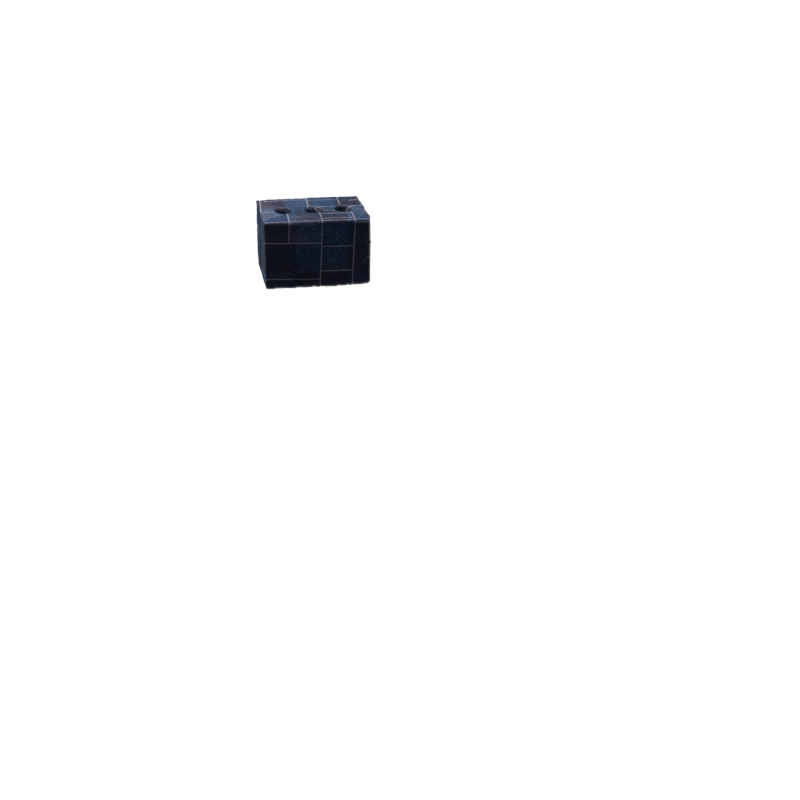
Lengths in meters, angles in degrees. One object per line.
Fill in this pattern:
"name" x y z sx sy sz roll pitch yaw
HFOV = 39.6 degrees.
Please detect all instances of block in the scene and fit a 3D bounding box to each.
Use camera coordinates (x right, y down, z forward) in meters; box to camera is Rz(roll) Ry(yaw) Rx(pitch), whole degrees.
"block" -0.063 -0.114 0.801 0.077 0.049 0.056 -4 24 -10
